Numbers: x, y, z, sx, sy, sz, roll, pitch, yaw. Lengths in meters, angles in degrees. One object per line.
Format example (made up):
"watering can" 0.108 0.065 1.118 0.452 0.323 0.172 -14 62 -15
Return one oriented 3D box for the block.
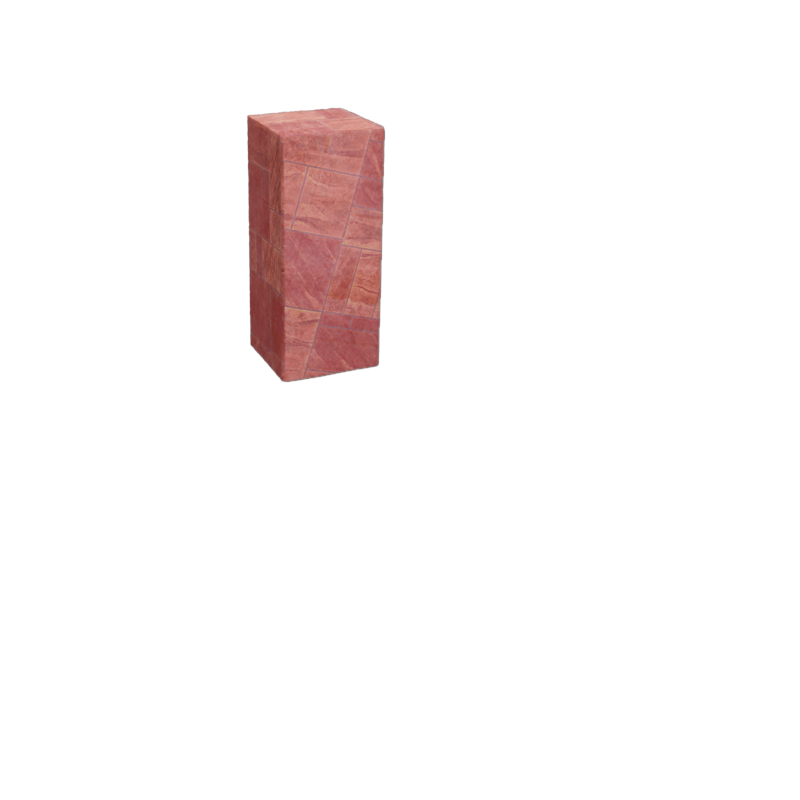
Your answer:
"block" -0.072 -0.132 0.928 0.088 0.198 0.097 -8 21 -23
